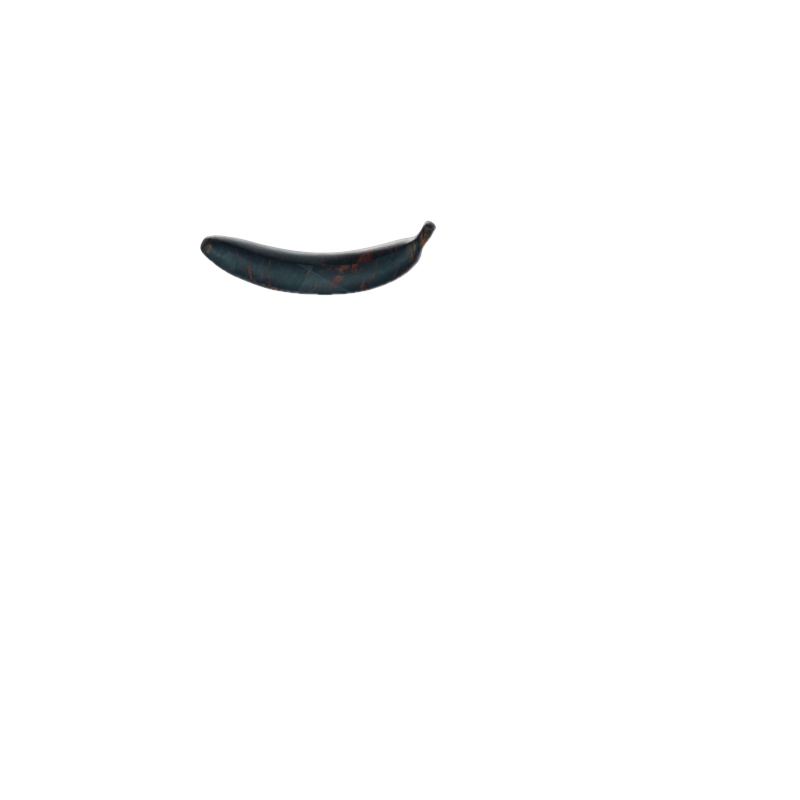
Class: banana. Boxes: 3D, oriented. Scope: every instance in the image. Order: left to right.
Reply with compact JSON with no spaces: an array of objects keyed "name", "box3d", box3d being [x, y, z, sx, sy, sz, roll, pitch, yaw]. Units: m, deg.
[{"name":"banana","box3d":[-0.068,-0.119,0.946,0.198,0.065,0.039,-5,33,3]}]
